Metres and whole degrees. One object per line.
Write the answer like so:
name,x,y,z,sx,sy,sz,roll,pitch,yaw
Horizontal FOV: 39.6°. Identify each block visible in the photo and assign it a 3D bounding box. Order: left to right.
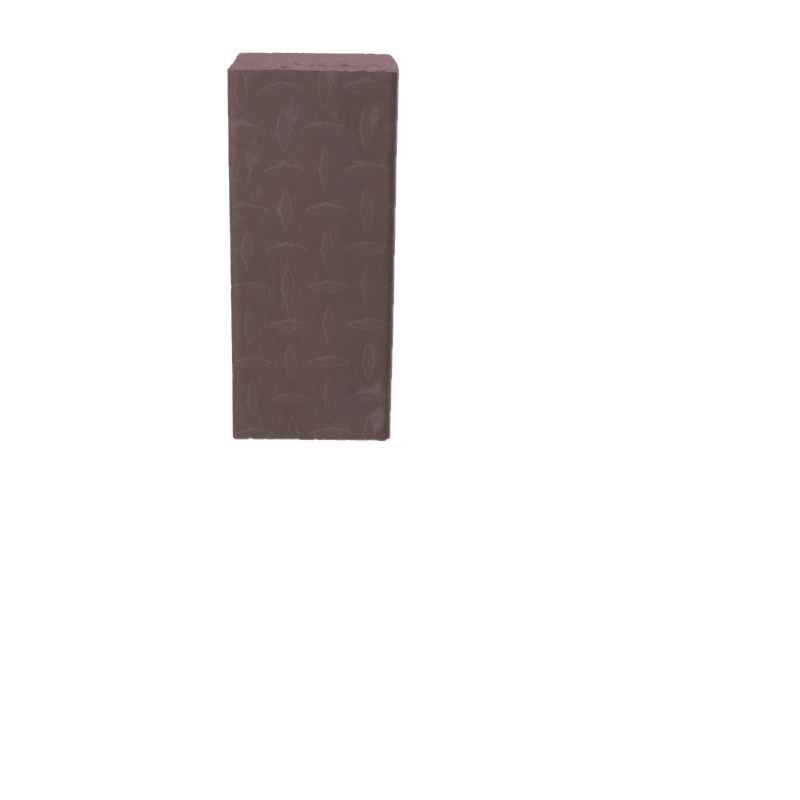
block,-0.049,-0.091,0.634,0.091,0.198,0.094,1,17,-2
